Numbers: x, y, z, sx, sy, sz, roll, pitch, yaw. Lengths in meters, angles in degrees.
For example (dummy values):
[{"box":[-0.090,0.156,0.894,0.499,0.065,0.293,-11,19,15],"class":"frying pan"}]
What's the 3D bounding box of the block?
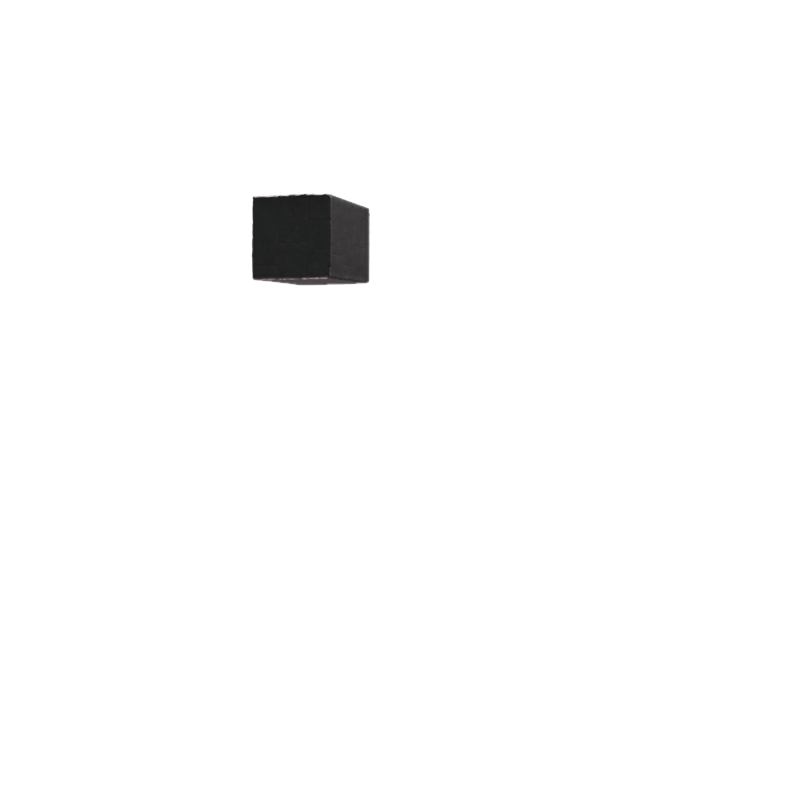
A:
[{"box":[-0.055,-0.100,0.697,0.054,0.052,0.076,0,0,17],"class":"block"}]
